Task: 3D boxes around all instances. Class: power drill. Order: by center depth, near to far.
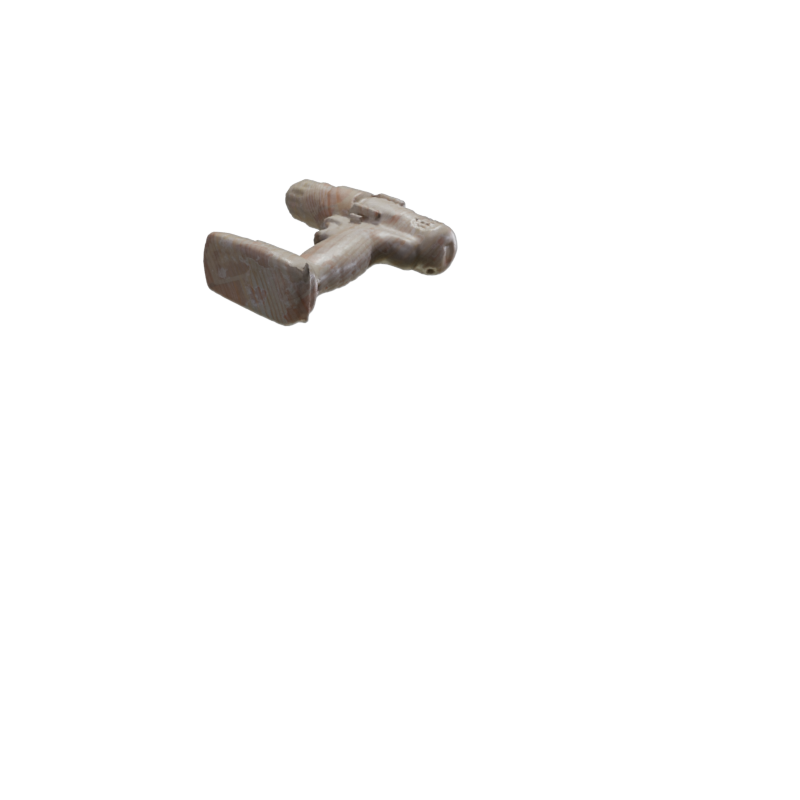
[{"bbox_3d":[-0.073,-0.134,0.936,0.196,0.054,0.187,23,37,35],"label":"power drill"}]
